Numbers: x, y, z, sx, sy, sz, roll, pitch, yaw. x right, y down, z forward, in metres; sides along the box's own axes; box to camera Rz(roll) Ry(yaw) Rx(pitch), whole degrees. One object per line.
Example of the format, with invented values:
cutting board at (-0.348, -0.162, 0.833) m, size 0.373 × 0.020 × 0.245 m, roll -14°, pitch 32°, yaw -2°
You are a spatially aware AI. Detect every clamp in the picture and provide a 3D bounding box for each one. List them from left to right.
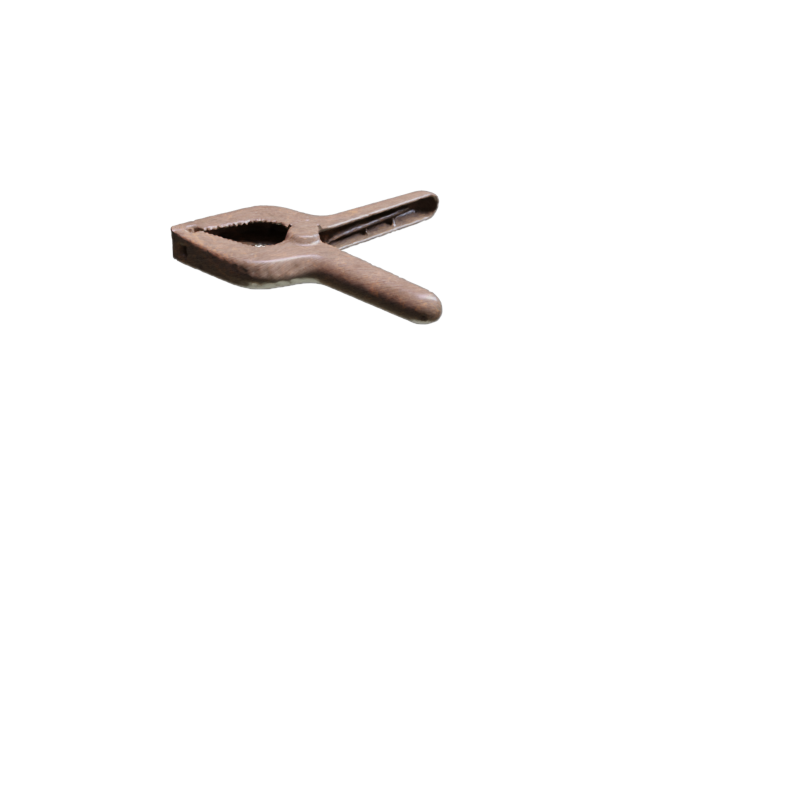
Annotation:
clamp at (-0.066, -0.120, 0.838) m, size 0.213 × 0.034 × 0.173 m, roll 6°, pitch 36°, yaw 8°
